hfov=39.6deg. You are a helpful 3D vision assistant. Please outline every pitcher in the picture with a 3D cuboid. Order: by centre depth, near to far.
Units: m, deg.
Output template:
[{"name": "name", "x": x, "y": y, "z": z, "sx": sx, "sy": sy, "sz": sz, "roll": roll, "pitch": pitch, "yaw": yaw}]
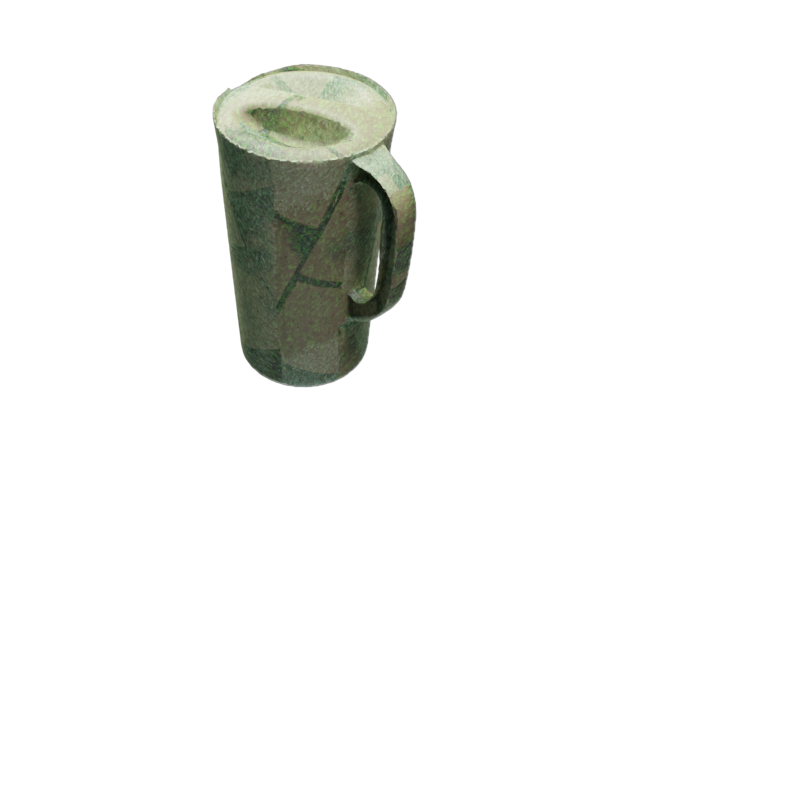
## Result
[{"name": "pitcher", "x": -0.067, "y": -0.123, "z": 0.860, "sx": 0.145, "sy": 0.227, "sz": 0.160, "roll": 1, "pitch": 42, "yaw": -2}]
